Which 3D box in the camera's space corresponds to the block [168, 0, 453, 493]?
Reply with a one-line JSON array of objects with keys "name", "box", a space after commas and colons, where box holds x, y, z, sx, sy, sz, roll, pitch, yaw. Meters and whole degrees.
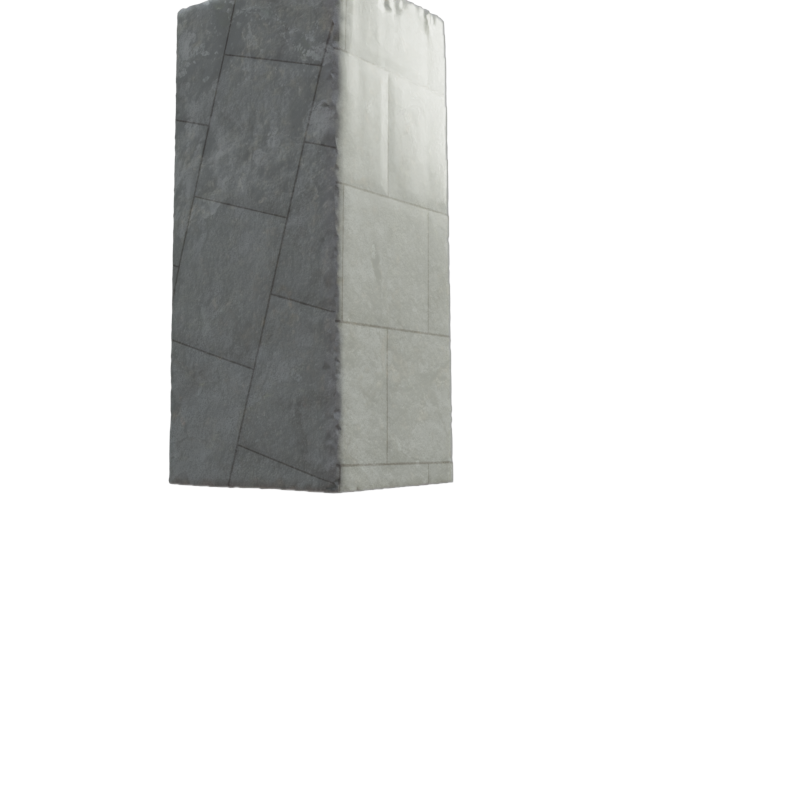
[{"name": "block", "box": [-0.037, -0.069, 0.482, 0.093, 0.210, 0.086, -6, -9, 36]}]
